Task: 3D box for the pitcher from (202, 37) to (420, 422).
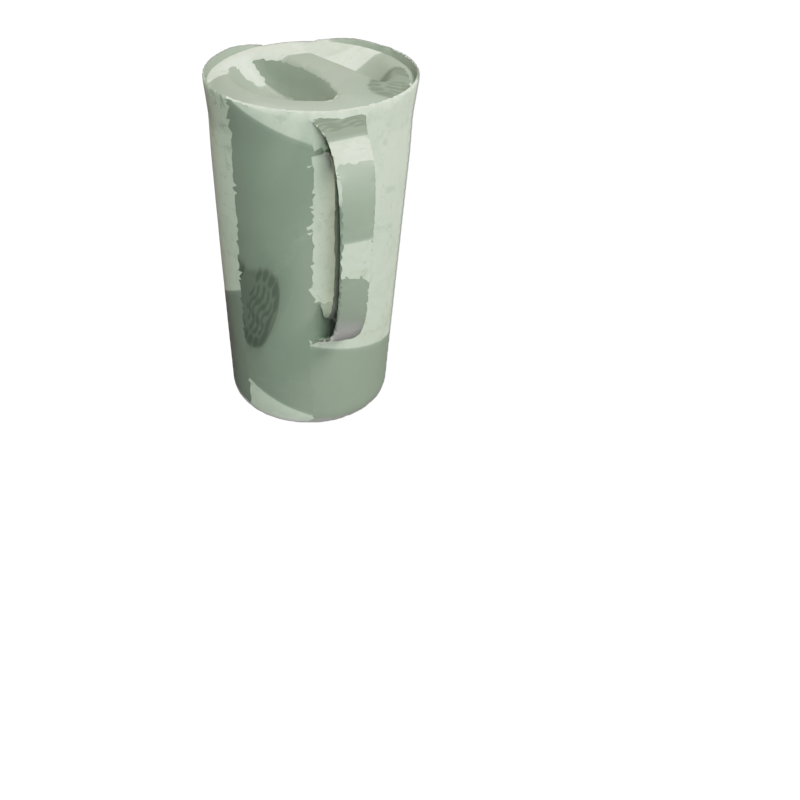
[{"bbox_3d":[-0.057,-0.103,0.723,0.151,0.228,0.152,16,35,22],"label":"pitcher"}]
